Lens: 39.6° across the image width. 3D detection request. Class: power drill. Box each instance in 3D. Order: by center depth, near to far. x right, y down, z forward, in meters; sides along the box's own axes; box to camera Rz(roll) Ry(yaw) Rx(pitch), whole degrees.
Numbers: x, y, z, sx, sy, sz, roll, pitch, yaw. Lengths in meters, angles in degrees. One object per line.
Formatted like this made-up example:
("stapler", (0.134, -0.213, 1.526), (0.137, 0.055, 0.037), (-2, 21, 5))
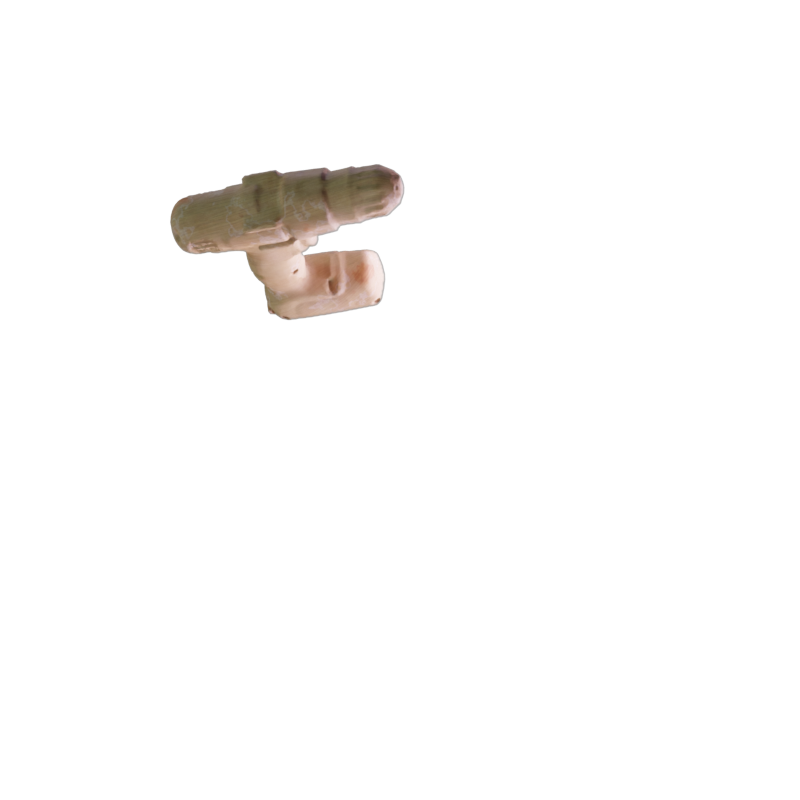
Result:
("power drill", (-0.071, -0.129, 0.905), (0.187, 0.060, 0.175), (-6, -21, 15))
